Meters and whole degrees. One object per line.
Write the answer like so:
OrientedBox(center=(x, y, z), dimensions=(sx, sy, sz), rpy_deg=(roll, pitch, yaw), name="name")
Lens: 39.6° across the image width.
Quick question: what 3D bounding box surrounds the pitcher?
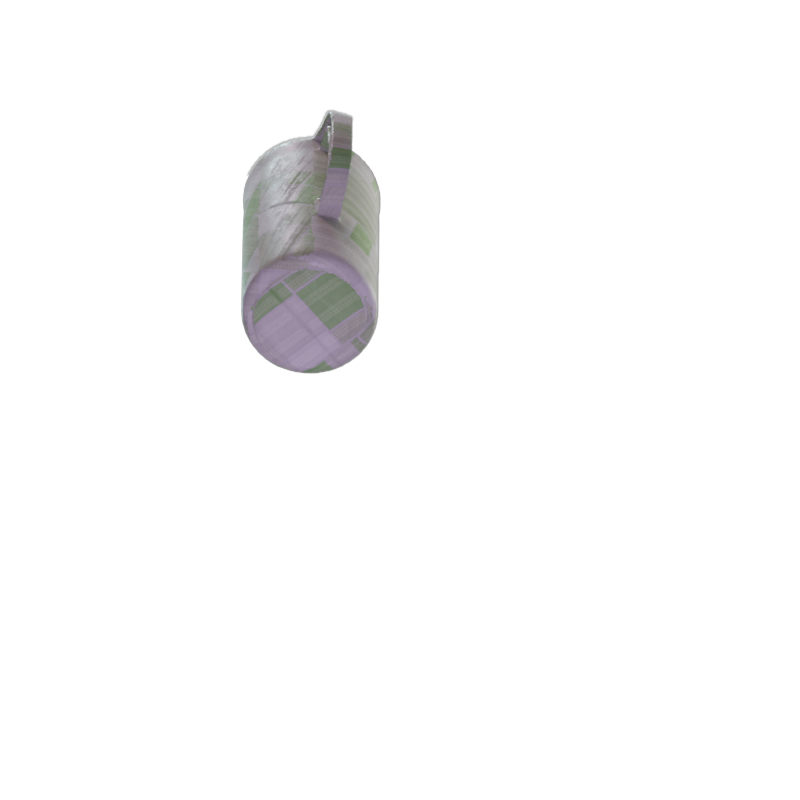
OrientedBox(center=(-0.075, -0.137, 0.963), dimensions=(0.145, 0.140, 0.258), rpy_deg=(-25, 28, 11), name="pitcher")
